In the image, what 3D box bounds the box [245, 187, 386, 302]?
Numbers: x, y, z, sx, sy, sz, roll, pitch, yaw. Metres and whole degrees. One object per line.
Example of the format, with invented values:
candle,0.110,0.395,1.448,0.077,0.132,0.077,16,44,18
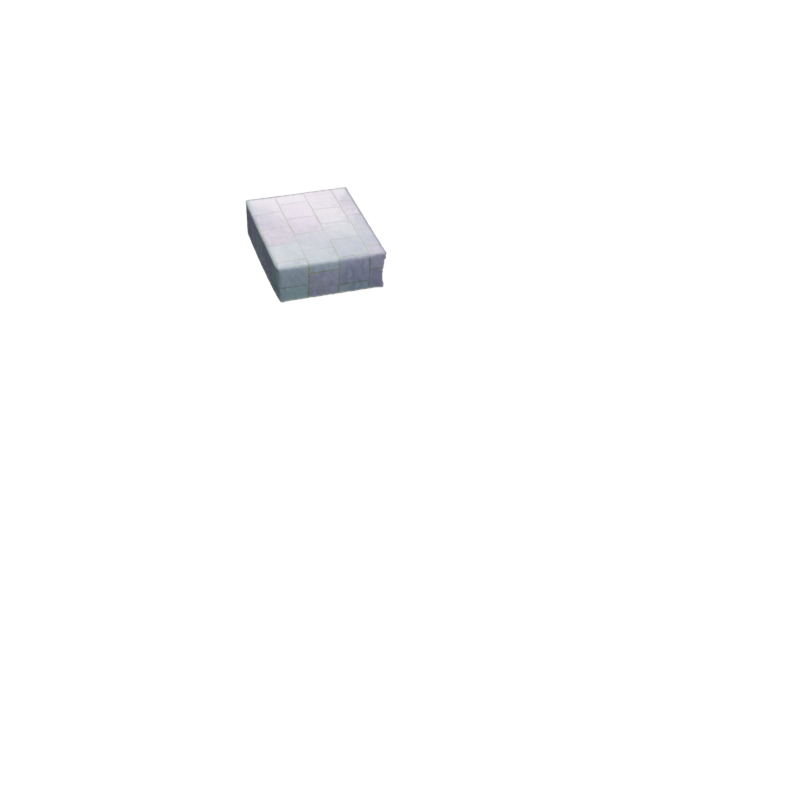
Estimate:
box,-0.071,-0.130,0.909,0.089,0.036,0.123,-11,41,-14
